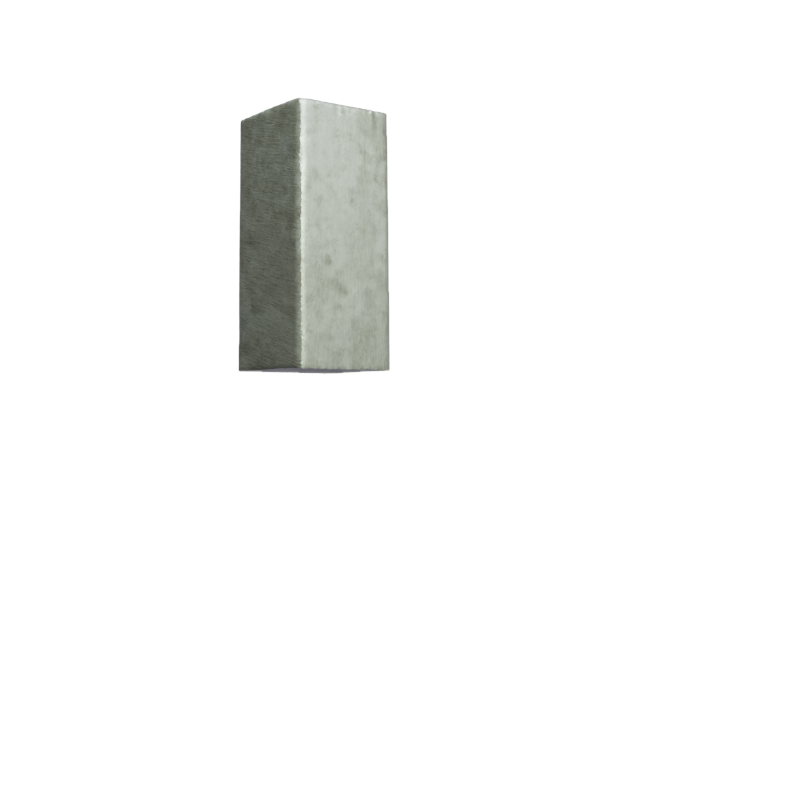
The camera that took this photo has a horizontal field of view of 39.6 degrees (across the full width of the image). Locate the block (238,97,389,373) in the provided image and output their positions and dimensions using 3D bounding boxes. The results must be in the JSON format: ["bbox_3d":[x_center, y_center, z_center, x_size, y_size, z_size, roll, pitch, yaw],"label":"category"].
[{"bbox_3d":[-0.069,-0.127,0.888,0.087,0.210,0.092,5,-9,-37],"label":"block"}]
